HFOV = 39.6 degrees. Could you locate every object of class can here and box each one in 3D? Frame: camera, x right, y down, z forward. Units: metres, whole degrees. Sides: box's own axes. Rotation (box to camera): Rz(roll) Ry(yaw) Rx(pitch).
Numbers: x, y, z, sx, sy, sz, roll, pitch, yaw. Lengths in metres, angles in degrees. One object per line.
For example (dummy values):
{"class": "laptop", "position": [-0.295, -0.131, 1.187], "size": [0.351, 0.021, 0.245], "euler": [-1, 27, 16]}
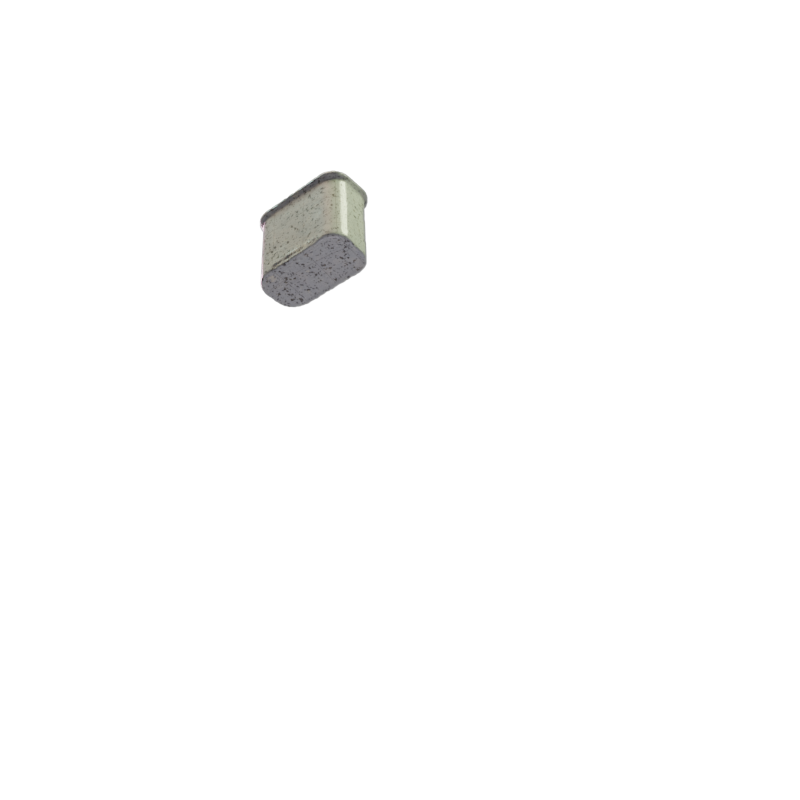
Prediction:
{"class": "can", "position": [-0.077, -0.140, 0.981], "size": [0.102, 0.090, 0.054], "euler": [-30, -50, 26]}
